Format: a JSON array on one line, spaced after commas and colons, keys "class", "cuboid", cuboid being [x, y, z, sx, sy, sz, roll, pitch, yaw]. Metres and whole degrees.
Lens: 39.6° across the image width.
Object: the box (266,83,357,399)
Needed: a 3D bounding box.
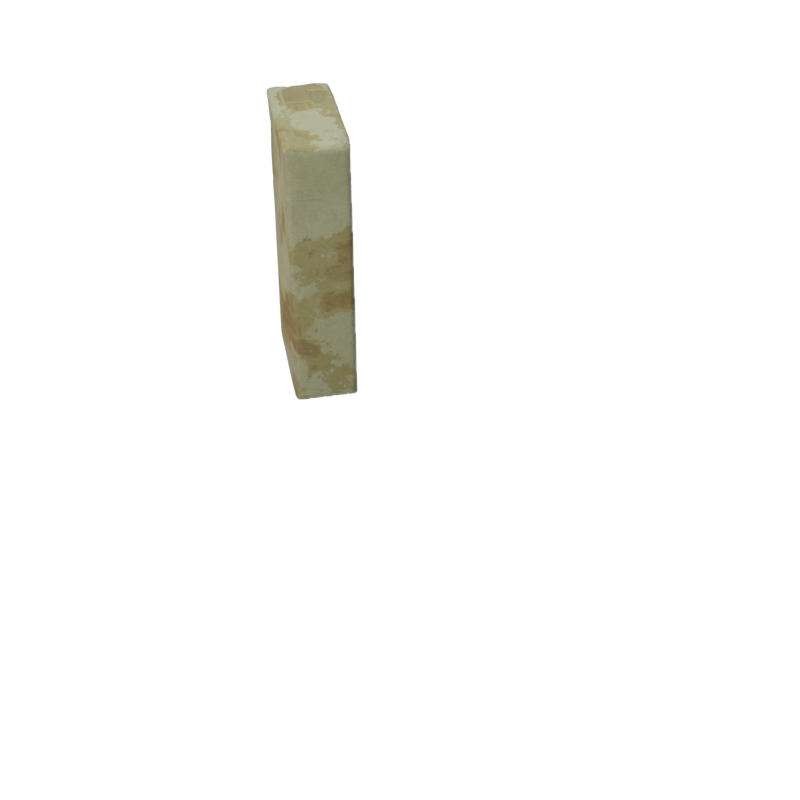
[{"class": "box", "cuboid": [-0.054, -0.099, 0.693, 0.047, 0.165, 0.100, -4, 35, -10]}]
